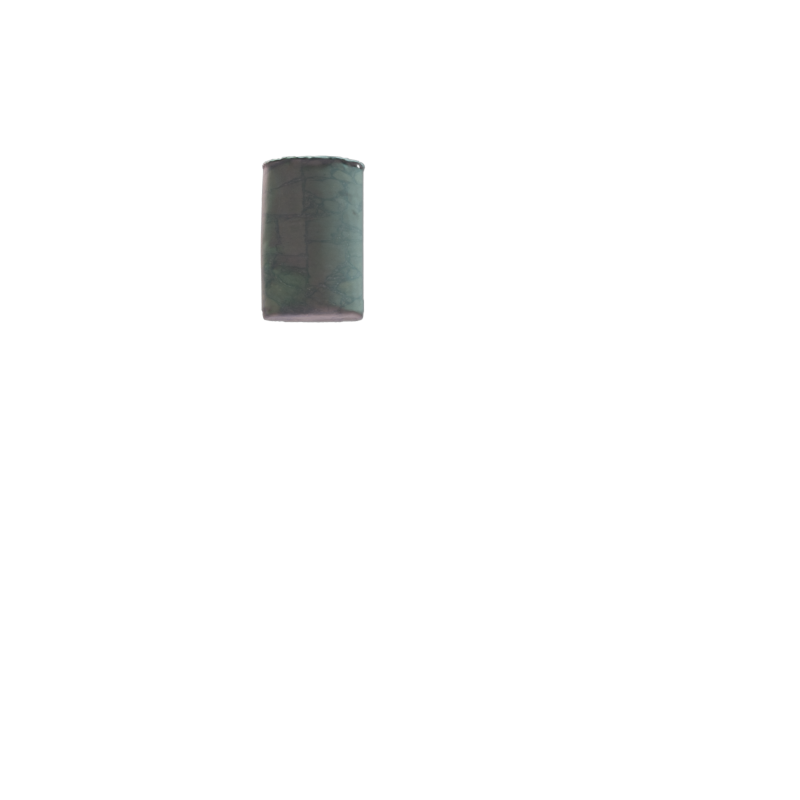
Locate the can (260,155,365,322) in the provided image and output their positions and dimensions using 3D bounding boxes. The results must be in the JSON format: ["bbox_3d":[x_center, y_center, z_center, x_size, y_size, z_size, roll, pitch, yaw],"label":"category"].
[{"bbox_3d":[-0.057,-0.103,0.724,0.068,0.104,0.068,0,-5,-2],"label":"can"}]
